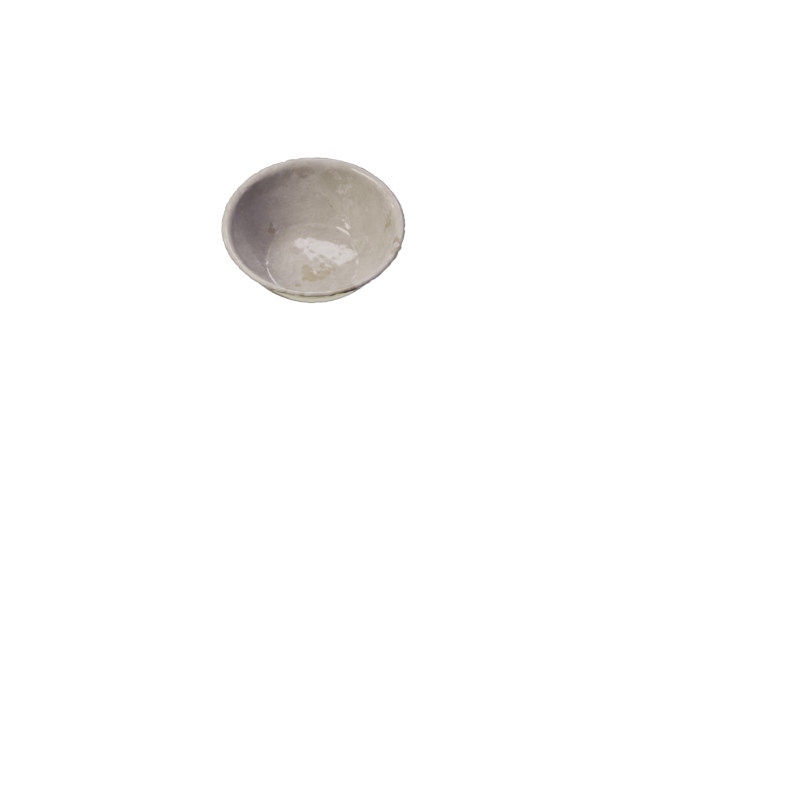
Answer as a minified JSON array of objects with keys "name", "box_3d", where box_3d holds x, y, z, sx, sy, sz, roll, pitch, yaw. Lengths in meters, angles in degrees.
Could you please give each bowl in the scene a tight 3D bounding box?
[{"name":"bowl","box_3d":[-0.078,-0.142,0.994,0.162,0.174,0.051,-1,-37,-1]}]
